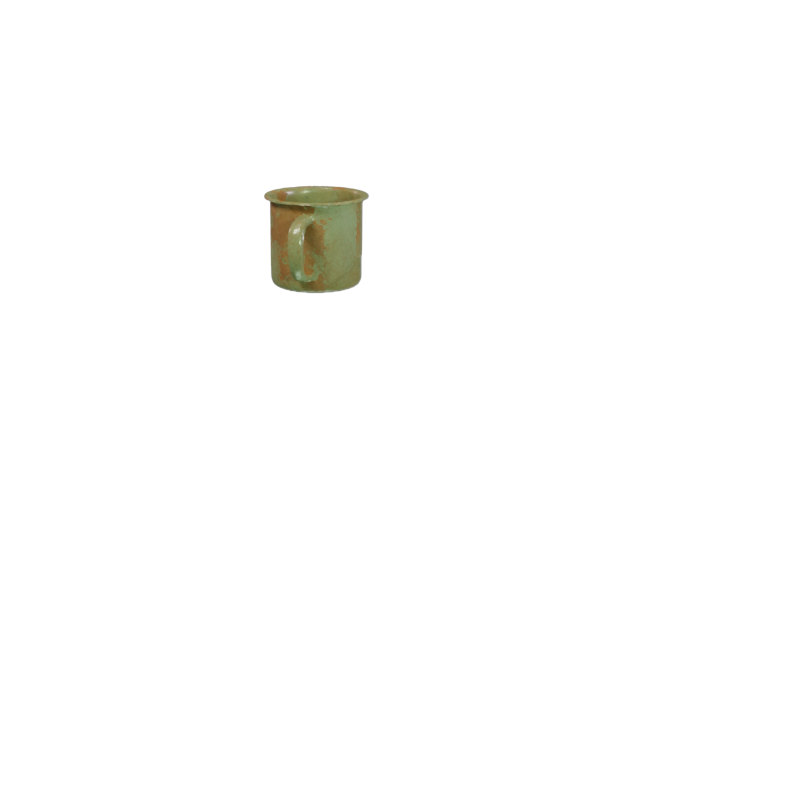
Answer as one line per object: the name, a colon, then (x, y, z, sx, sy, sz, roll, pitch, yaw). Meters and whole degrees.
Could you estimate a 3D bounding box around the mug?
mug: (-0.077, -0.140, 0.977, 0.095, 0.079, 0.120, 3, 18, 9)
